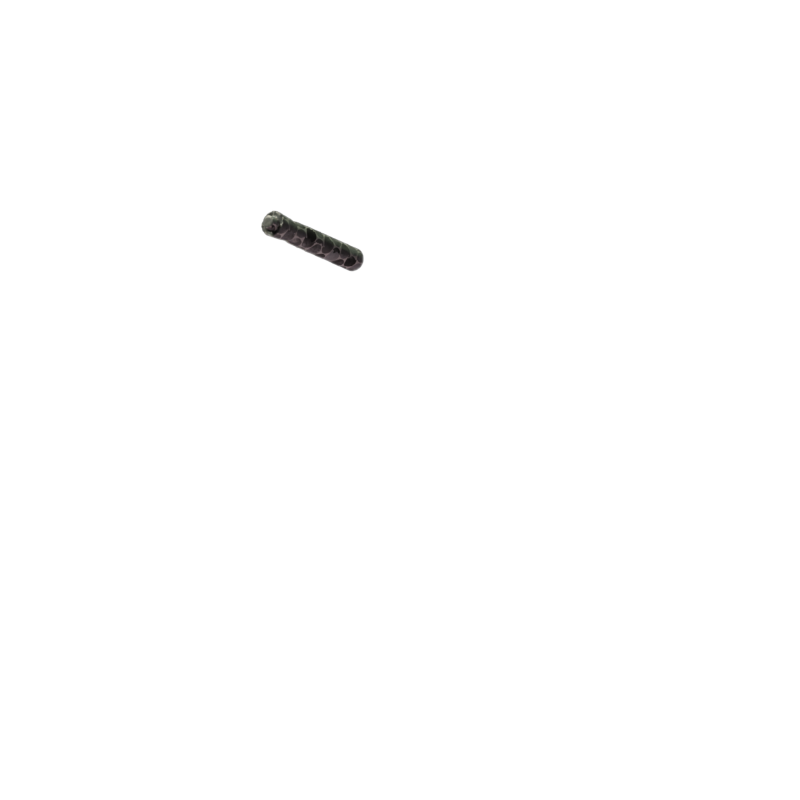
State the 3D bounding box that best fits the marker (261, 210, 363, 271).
[{"bbox_3d":[-0.064,-0.117,0.822,0.020,0.020,0.114,3,-6,30],"label":"marker"}]
